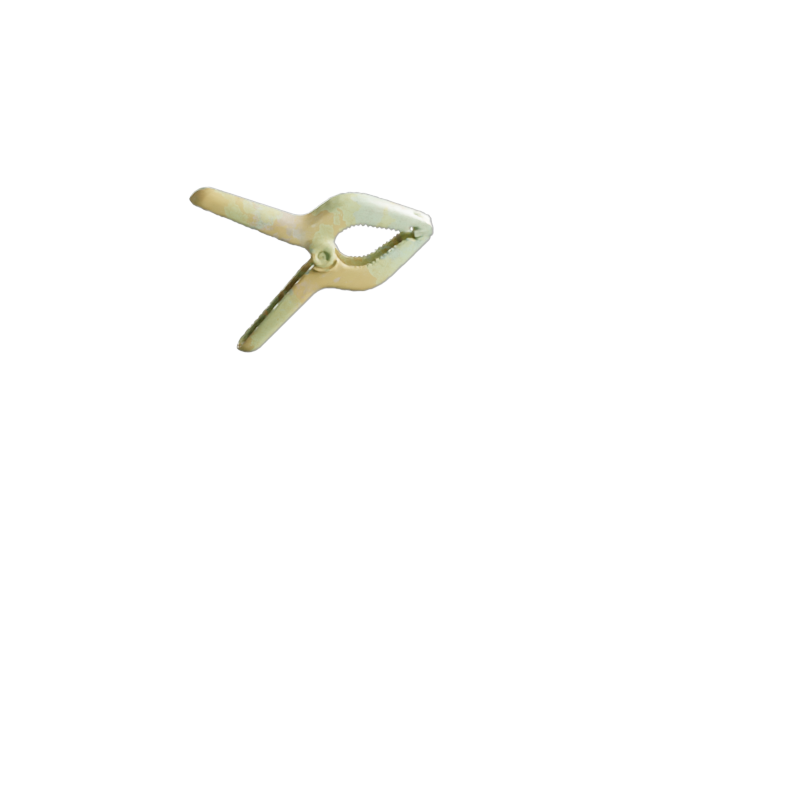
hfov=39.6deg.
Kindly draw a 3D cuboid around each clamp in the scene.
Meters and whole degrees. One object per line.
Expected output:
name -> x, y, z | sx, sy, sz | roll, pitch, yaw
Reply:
clamp -> -0.077, -0.141, 0.990 | 0.211, 0.155, 0.038 | -18, 25, 9
